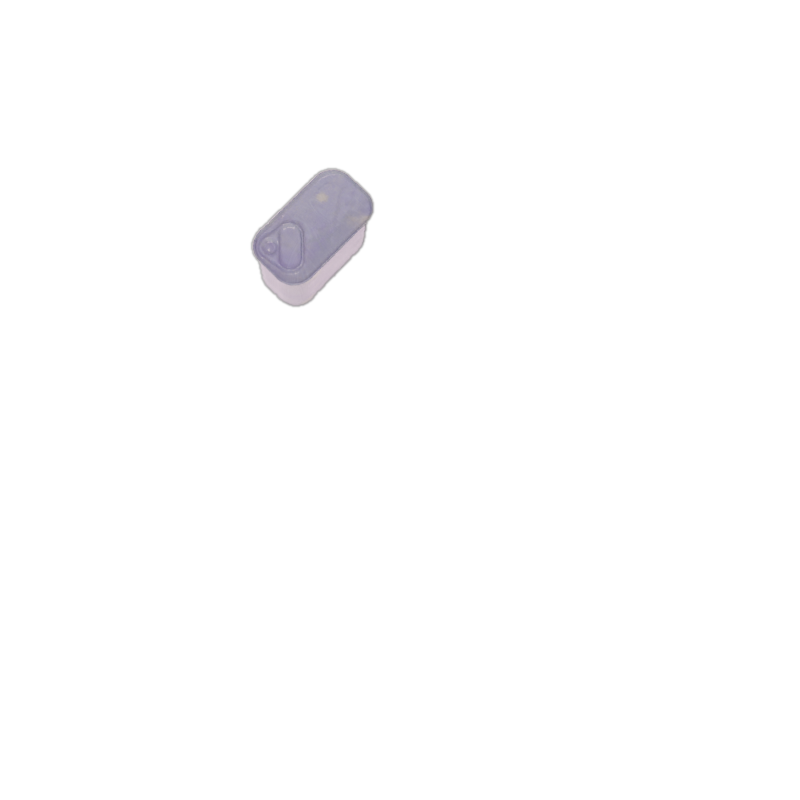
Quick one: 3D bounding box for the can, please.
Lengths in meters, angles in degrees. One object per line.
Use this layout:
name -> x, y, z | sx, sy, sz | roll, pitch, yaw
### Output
can -> -0.072, -0.131, 0.921 | 0.059, 0.103, 0.081 | 42, -12, 6
